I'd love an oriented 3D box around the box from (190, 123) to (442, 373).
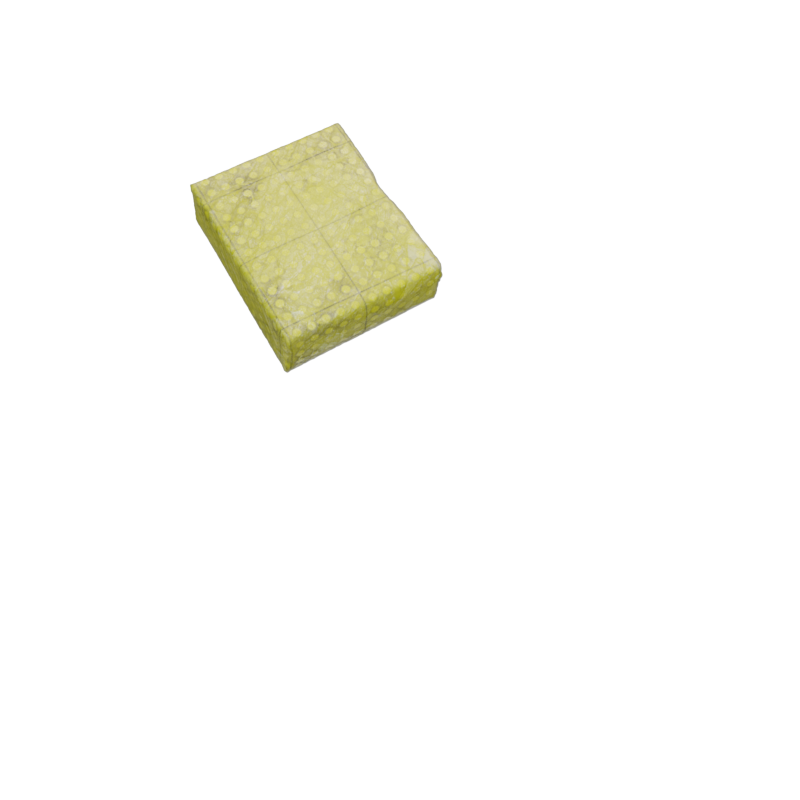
[{"bbox_3d":[-0.037,-0.067,0.468,0.073,0.095,0.028,-26,-27,-15],"label":"box"}]
